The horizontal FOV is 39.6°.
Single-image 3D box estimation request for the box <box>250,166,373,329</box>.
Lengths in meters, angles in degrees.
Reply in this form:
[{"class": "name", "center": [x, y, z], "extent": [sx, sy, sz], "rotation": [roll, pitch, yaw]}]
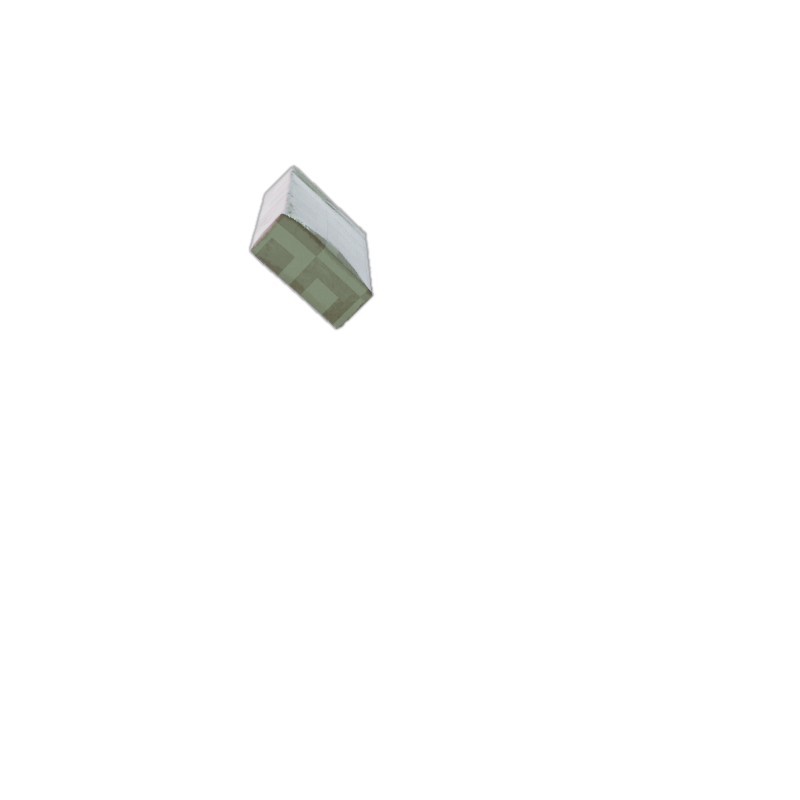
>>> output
[{"class": "box", "center": [-0.070, -0.127, 0.895], "extent": [0.090, 0.048, 0.184], "rotation": [42, 12, -16]}]
